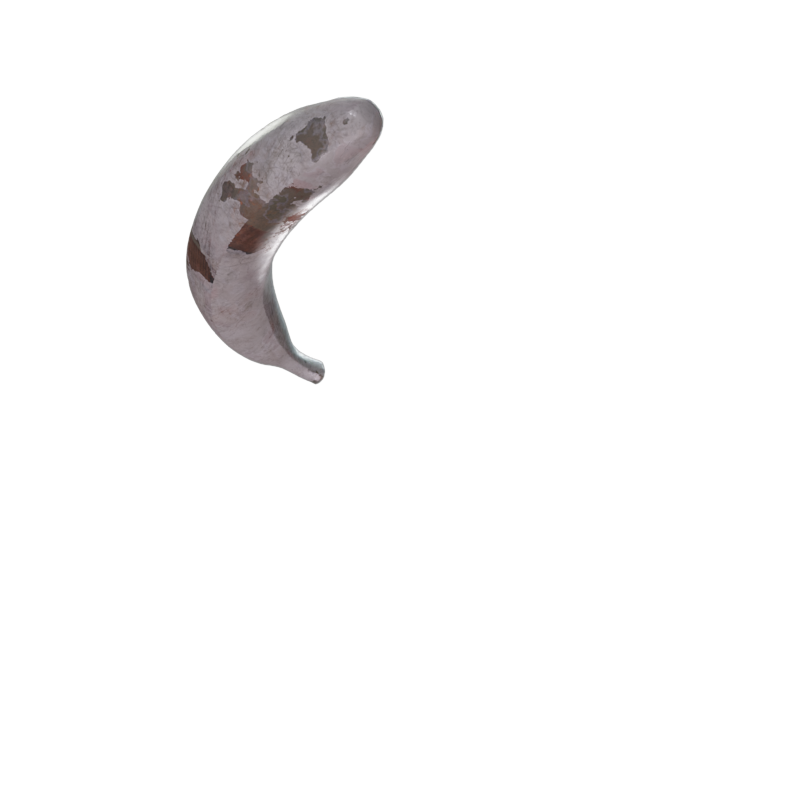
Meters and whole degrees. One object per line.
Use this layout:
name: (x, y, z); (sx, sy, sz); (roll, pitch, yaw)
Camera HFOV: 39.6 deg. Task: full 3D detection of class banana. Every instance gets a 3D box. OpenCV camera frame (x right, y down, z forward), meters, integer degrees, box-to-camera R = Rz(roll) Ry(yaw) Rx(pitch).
banana: (-0.055, -0.066, 0.469); (0.069, 0.039, 0.188); (4, -28, -9)
